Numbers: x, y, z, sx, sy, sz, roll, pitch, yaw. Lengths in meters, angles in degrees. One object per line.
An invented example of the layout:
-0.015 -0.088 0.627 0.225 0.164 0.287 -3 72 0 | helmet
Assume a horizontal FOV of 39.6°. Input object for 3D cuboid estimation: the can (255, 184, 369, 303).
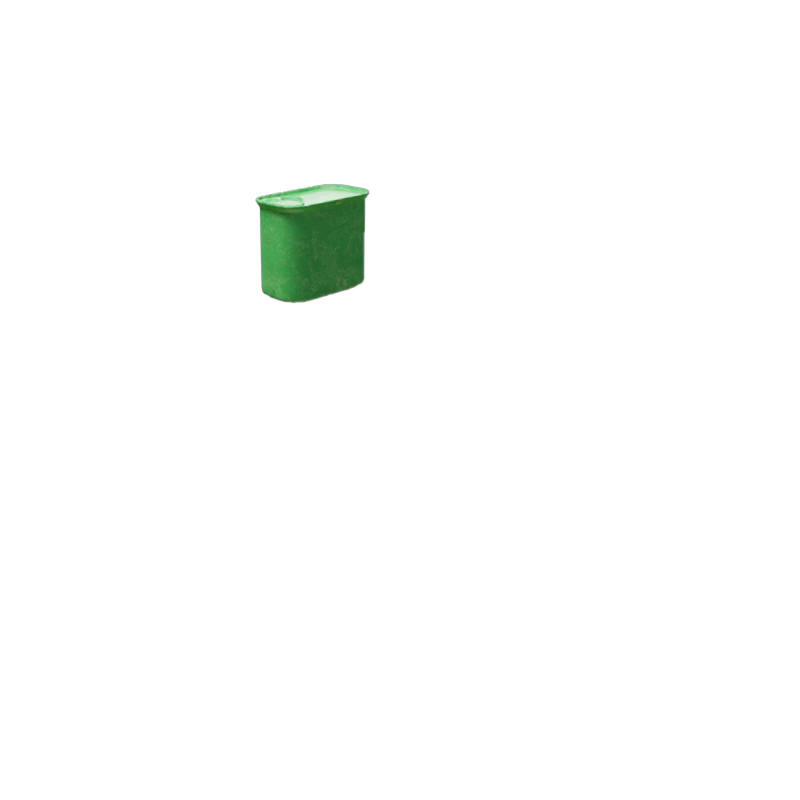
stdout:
-0.074 -0.136 0.951 0.061 0.081 0.100 15 23 40 | can
